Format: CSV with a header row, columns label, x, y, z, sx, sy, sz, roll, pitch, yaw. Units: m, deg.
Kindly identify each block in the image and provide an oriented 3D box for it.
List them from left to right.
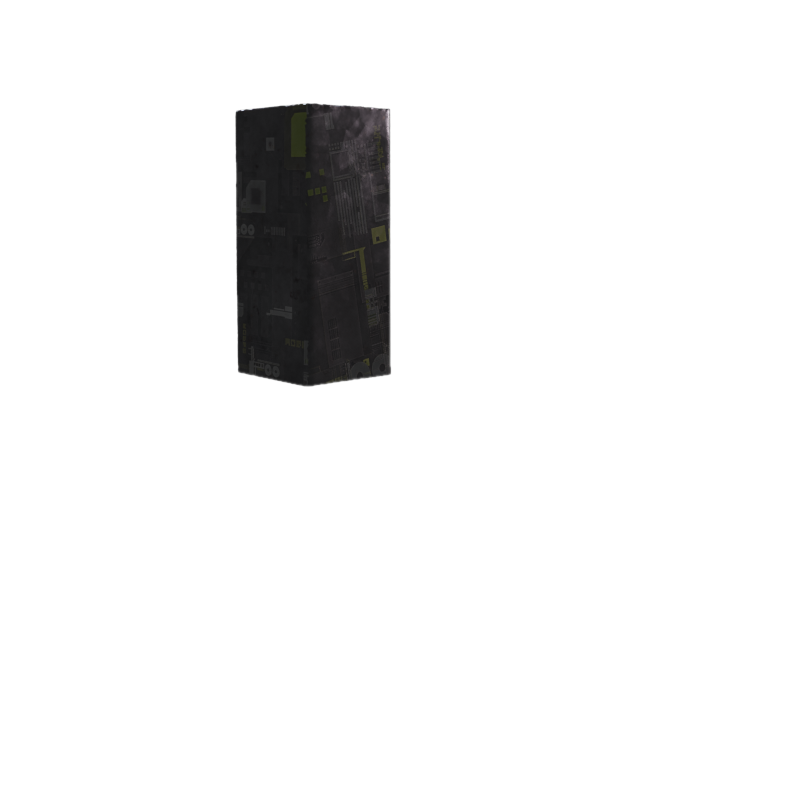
label,x,y,z,sx,sy,sz,roll,pitch,yaw
block,-0.068,-0.123,0.863,0.087,0.205,0.095,-3,6,-42
